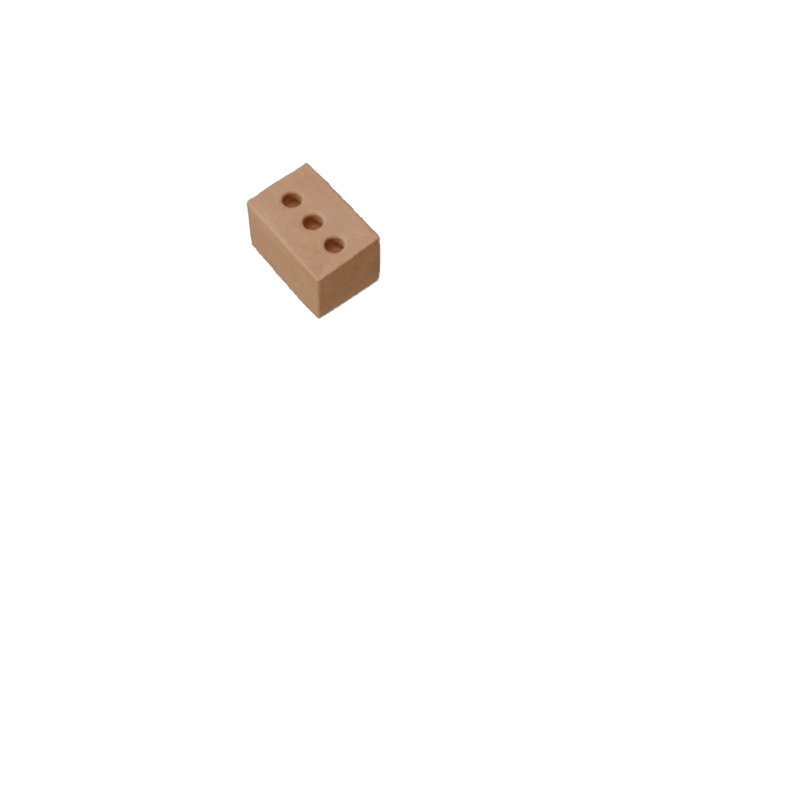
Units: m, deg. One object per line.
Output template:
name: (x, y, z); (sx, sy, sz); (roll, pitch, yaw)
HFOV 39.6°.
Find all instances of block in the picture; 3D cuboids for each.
block: (-0.057, -0.104, 0.726); (0.053, 0.083, 0.048); (-35, -23, -19)
